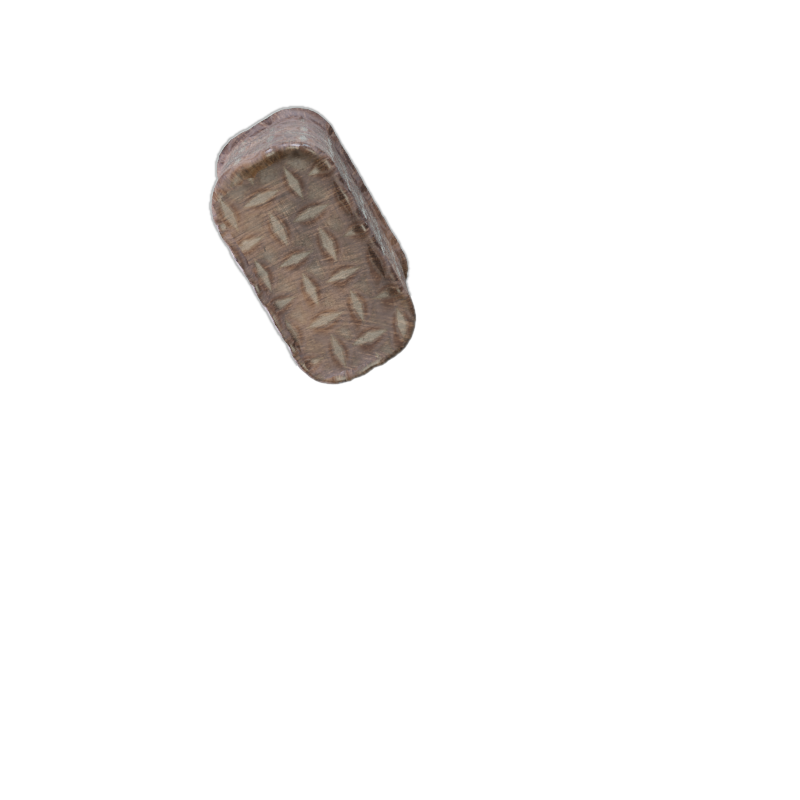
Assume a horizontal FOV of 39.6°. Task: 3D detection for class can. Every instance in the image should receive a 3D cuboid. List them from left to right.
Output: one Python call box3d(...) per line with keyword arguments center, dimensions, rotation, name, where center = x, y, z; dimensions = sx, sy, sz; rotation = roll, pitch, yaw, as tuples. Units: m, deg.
box3d(center=(-0.036, -0.066, 0.461), dimensions=(0.057, 0.098, 0.087), rotation=(-29, 16, 7), name="can")
